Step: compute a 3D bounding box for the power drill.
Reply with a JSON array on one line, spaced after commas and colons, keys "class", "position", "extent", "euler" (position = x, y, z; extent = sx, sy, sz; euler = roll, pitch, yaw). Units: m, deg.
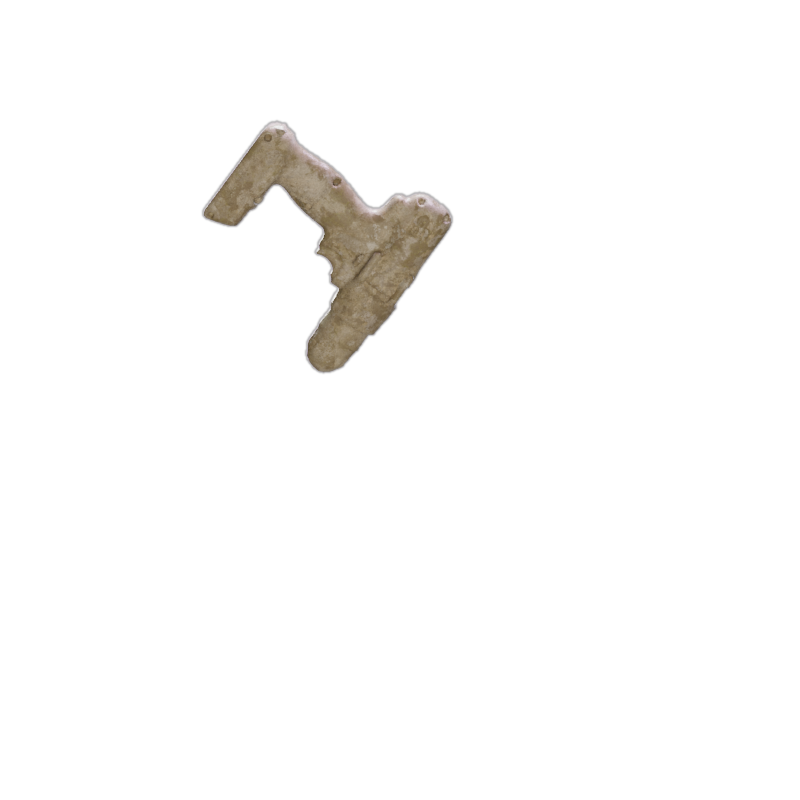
[{"class": "power drill", "position": [-0.076, -0.138, 0.969], "extent": [0.185, 0.183, 0.059], "euler": [35, 9, -7]}]
